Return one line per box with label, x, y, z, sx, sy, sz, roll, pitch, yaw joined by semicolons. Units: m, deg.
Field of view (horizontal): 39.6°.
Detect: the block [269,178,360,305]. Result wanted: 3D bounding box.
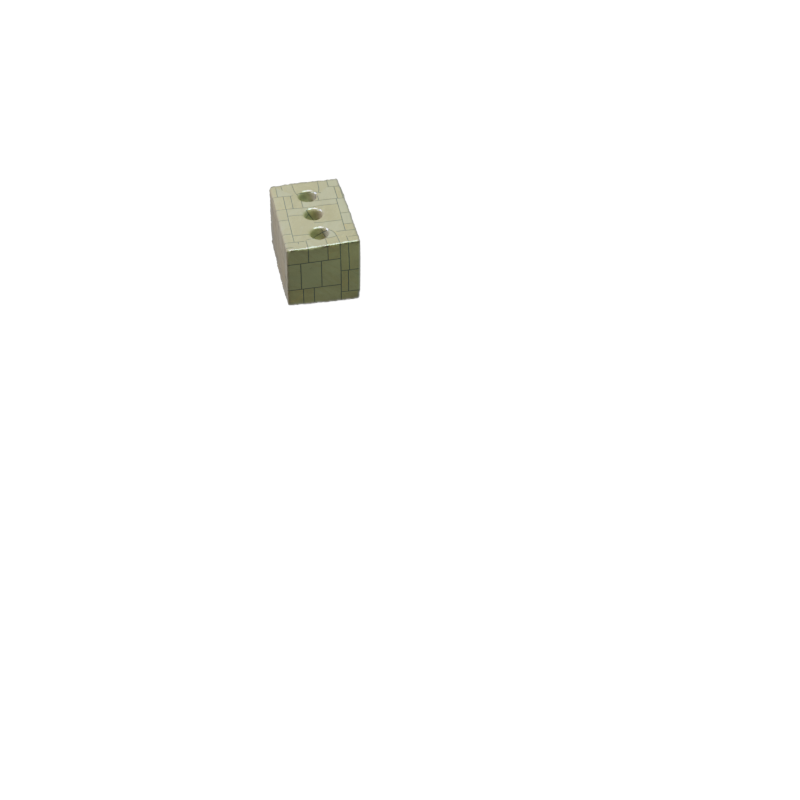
block;-0.062;-0.113;0.791;0.052;0.048;0.084;-8;43;-11
